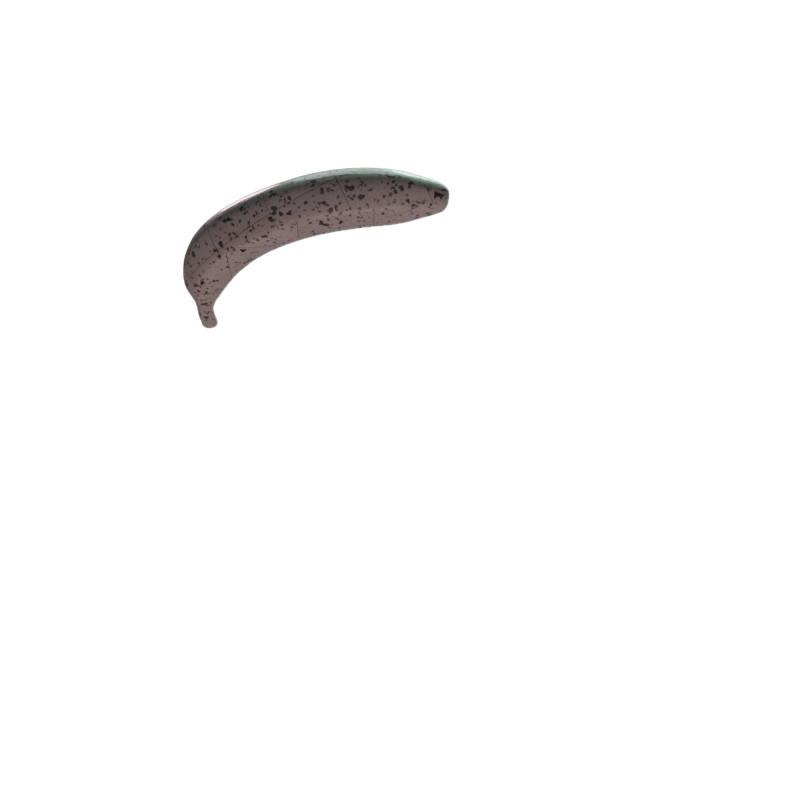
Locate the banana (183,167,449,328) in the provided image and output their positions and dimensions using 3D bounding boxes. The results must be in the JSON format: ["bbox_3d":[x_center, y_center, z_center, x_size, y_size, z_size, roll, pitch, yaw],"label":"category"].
[{"bbox_3d":[-0.068,-0.105,0.683,0.199,0.039,0.065,-21,-39,29],"label":"banana"}]
